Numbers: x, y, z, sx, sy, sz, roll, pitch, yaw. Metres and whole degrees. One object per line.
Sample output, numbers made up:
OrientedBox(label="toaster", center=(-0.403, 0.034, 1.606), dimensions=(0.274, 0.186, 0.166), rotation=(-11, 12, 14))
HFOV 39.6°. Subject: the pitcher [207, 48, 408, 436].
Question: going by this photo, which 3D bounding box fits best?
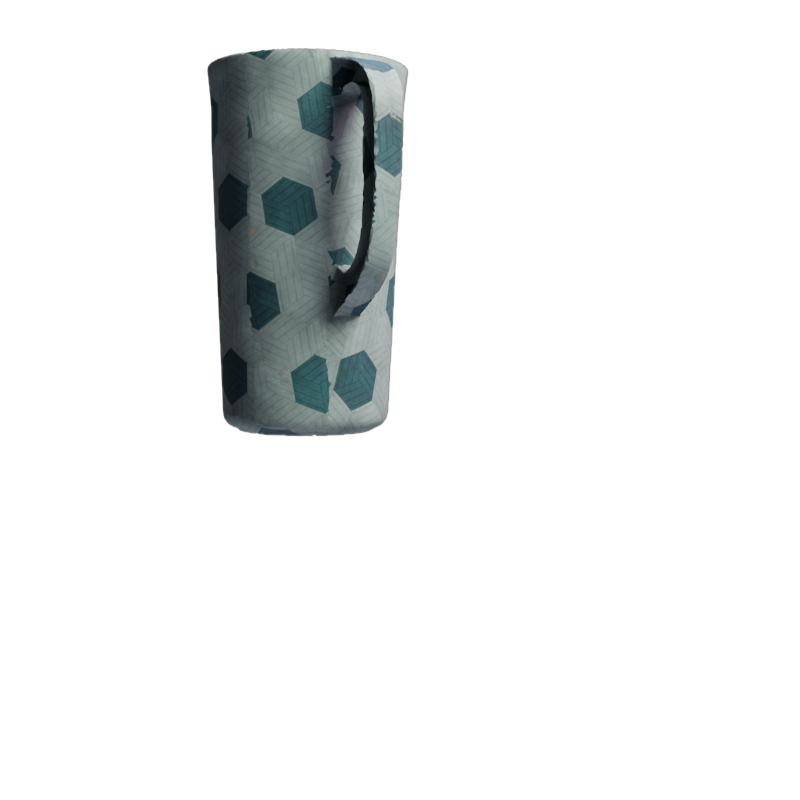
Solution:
OrientedBox(label="pitcher", center=(-0.056, -0.103, 0.718), dimensions=(0.148, 0.245, 0.146), rotation=(0, -1, 14))
